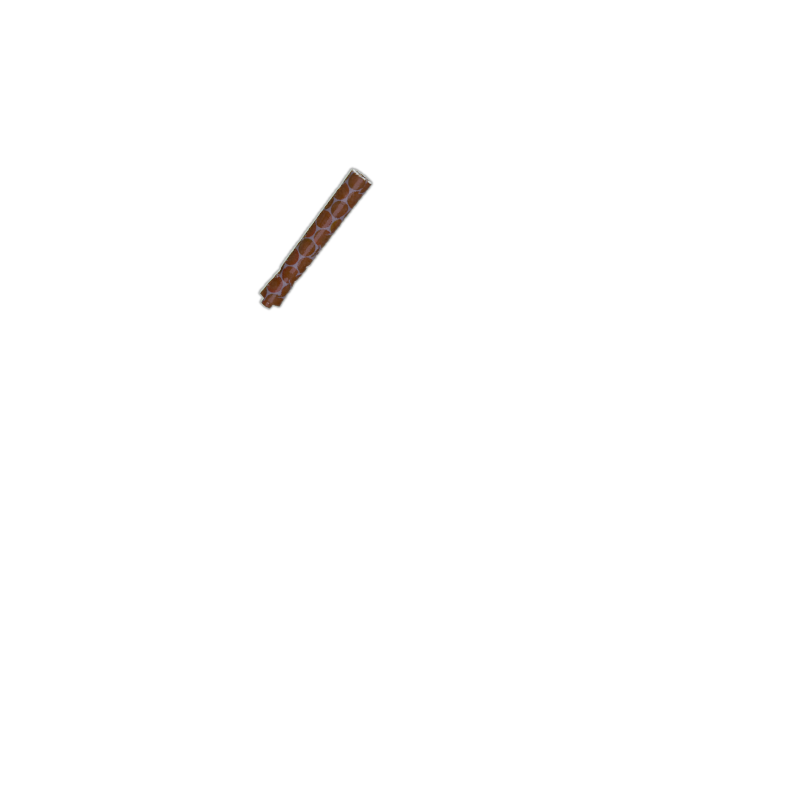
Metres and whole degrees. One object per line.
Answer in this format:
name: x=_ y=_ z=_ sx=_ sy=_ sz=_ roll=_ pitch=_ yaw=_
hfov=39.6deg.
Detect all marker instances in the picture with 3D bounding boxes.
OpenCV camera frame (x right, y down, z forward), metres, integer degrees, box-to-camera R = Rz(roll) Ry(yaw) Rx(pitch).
marker: x=-0.063 y=-0.116 z=0.810 sx=0.019 sy=0.119 sz=0.021 roll=36 pitch=12 yaw=-13
